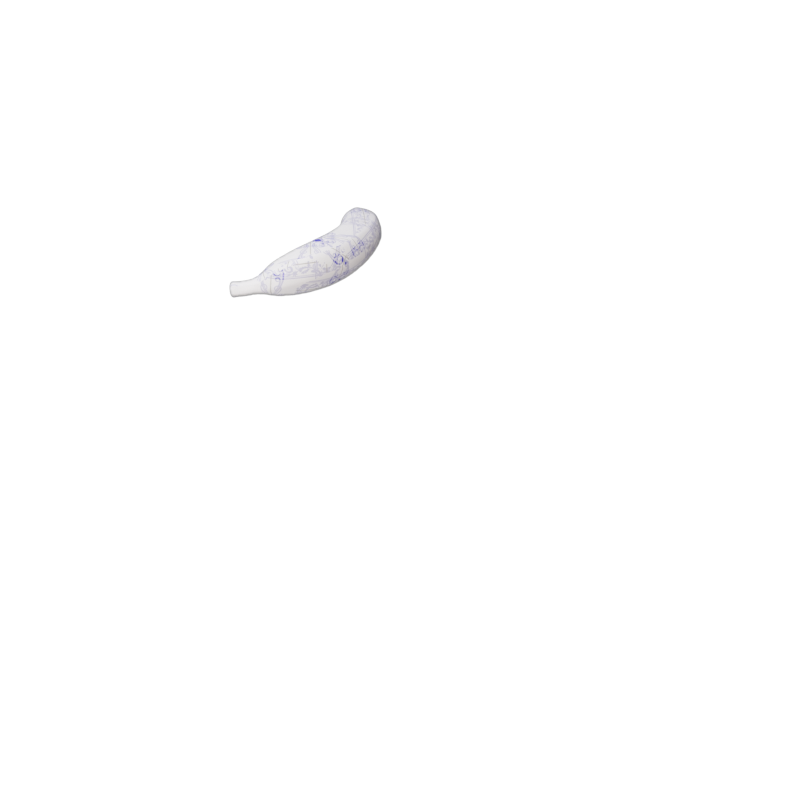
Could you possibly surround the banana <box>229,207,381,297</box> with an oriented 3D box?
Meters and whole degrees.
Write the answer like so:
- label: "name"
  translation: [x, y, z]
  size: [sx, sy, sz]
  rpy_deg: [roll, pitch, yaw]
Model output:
- label: "banana"
  translation: [-0.056, -0.124, 0.895]
  size: [0.073, 0.035, 0.199]
  rpy_deg: [12, 28, 25]
